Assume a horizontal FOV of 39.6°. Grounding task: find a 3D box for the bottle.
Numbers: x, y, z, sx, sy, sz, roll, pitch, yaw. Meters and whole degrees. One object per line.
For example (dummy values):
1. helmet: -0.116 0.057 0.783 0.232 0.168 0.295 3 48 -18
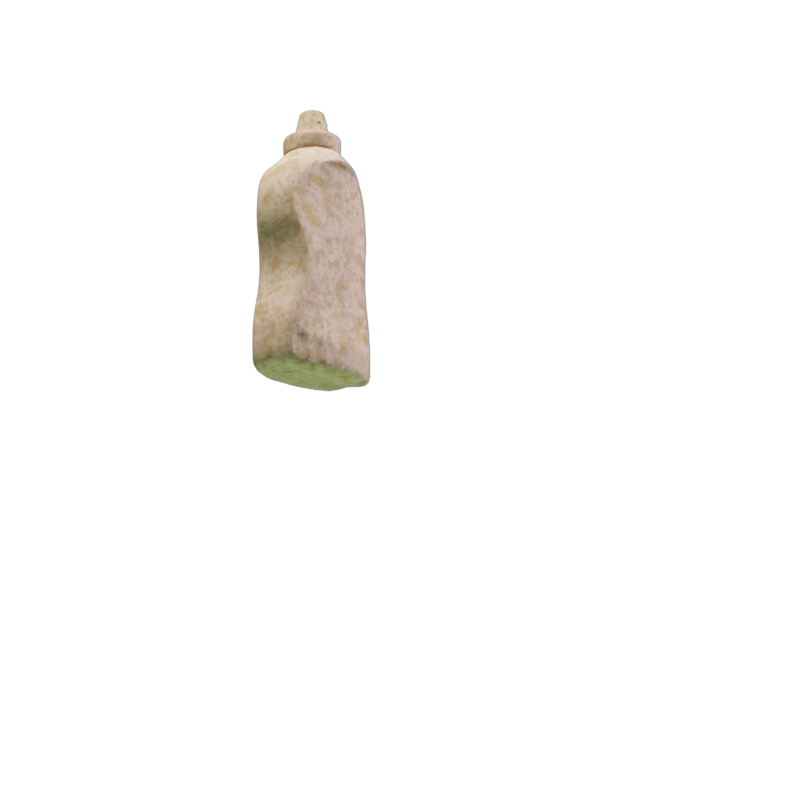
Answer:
1. bottle: -0.060 -0.108 0.756 0.059 0.200 0.090 -13 -21 33
